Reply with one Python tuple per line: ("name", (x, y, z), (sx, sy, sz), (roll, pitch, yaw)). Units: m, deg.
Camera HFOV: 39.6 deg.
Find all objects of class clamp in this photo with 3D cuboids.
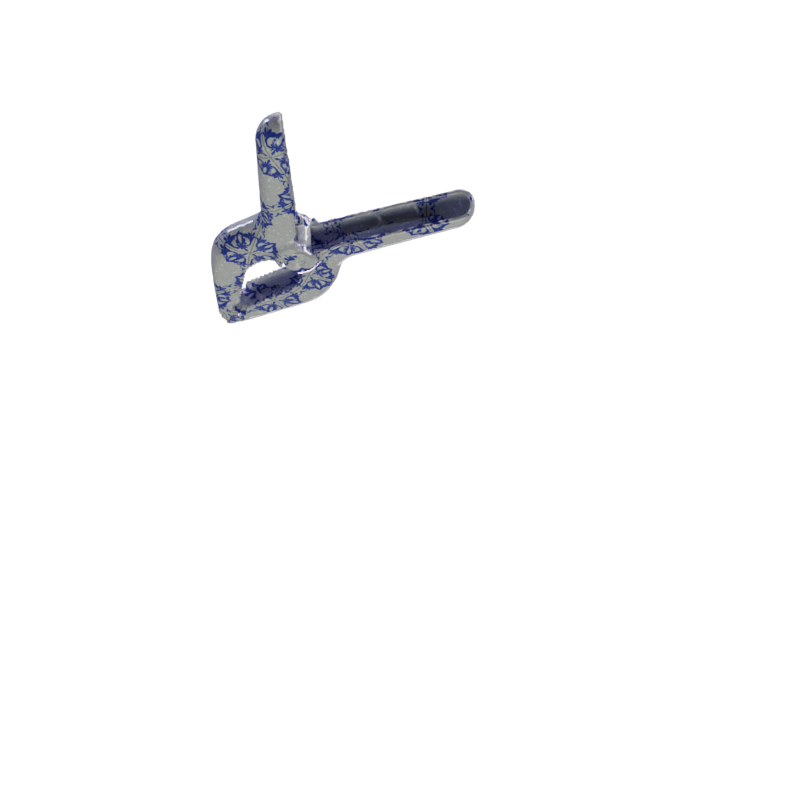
("clamp", (-0.061, -0.111, 0.777), (0.158, 0.039, 0.205), (15, -34, -24))
